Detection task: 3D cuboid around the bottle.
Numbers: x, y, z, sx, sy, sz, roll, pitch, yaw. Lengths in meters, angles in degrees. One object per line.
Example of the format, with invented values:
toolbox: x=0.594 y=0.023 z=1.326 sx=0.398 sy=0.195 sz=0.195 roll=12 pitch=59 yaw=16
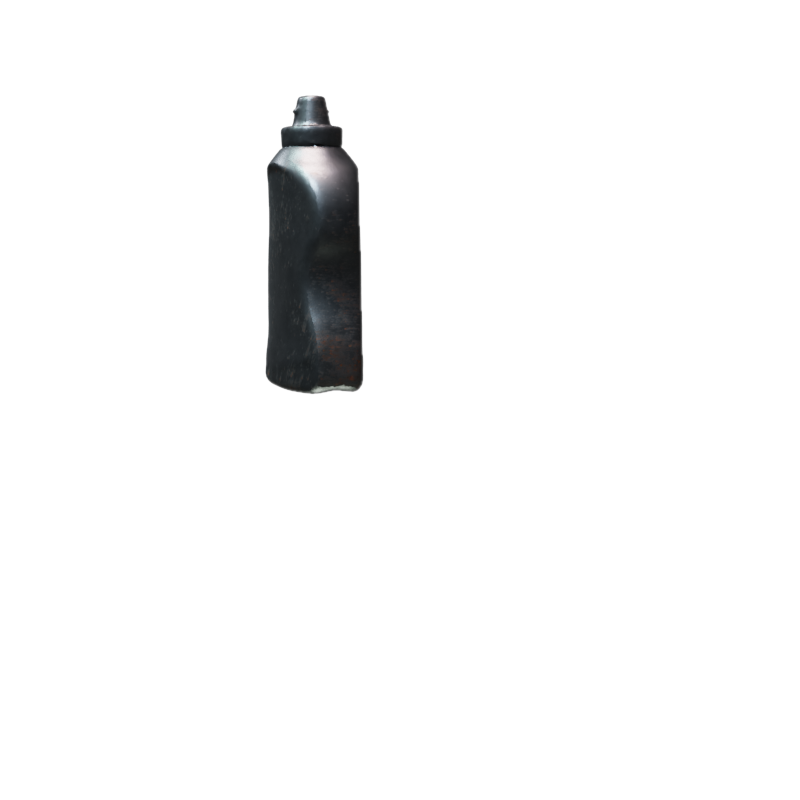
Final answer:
bottle: x=-0.058 y=-0.105 z=0.735 sx=0.057 sy=0.191 sz=0.099 roll=-1 pitch=3 yaw=-21
